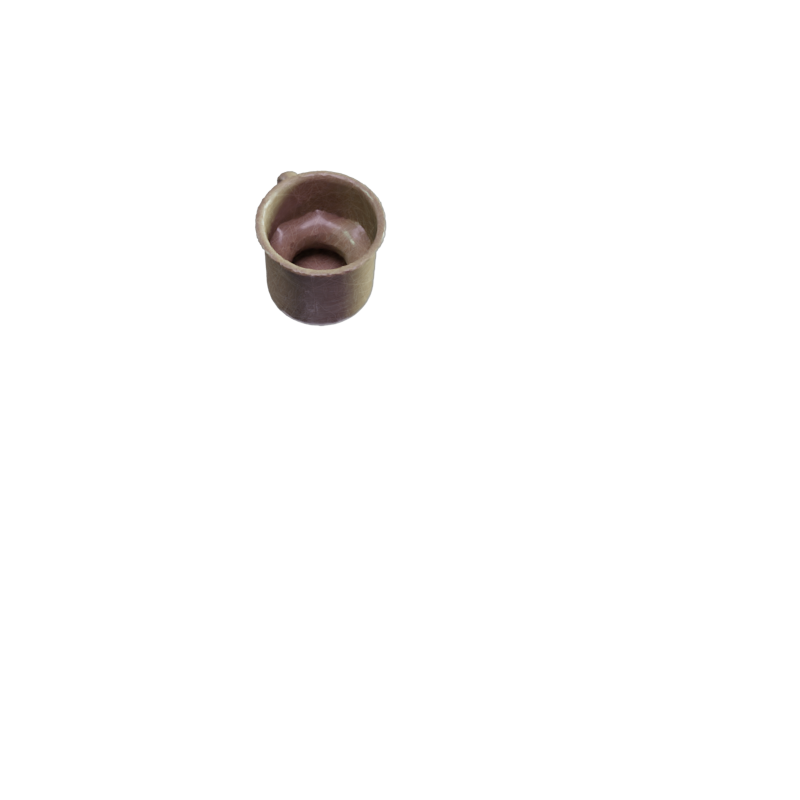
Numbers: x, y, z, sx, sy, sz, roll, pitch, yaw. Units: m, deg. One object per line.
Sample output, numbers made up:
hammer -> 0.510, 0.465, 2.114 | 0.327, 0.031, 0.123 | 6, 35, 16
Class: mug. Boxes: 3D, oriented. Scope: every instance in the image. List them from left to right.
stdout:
mug -> -0.064, -0.117, 0.821 | 0.093, 0.125, 0.076 | -23, -29, -15
